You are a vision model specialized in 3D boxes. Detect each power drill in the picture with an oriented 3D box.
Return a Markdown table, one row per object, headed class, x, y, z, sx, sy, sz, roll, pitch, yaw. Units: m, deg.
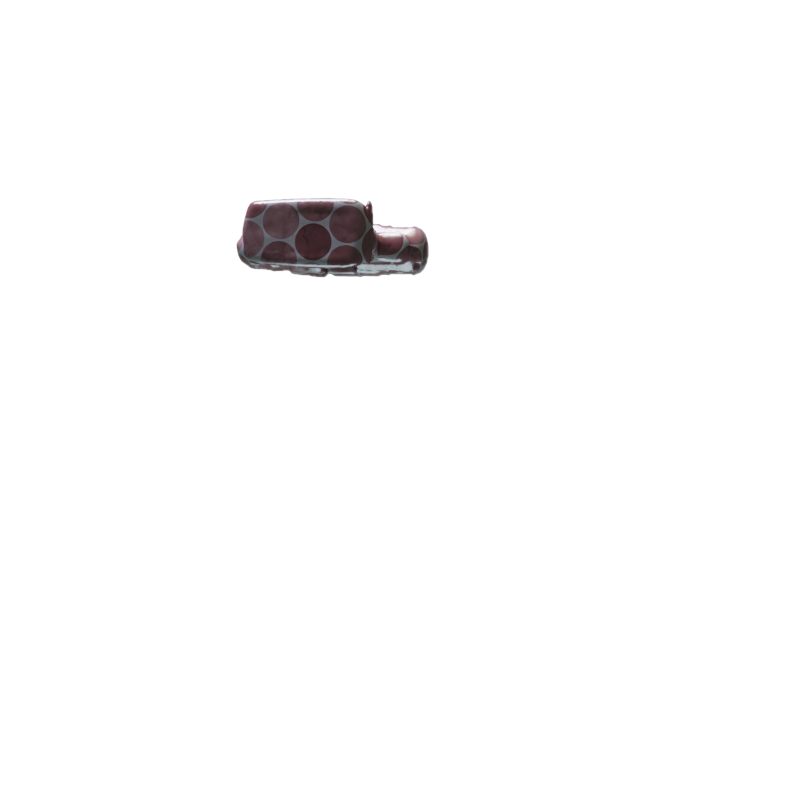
| class | x | y | z | sx | sy | sz | roll | pitch | yaw |
| --- | --- | --- | --- | --- | --- | --- | --- | --- | --- |
| power drill | -0.077 | -0.140 | 0.982 | 0.187 | 0.057 | 0.184 | 1 | 3 | 12 |
